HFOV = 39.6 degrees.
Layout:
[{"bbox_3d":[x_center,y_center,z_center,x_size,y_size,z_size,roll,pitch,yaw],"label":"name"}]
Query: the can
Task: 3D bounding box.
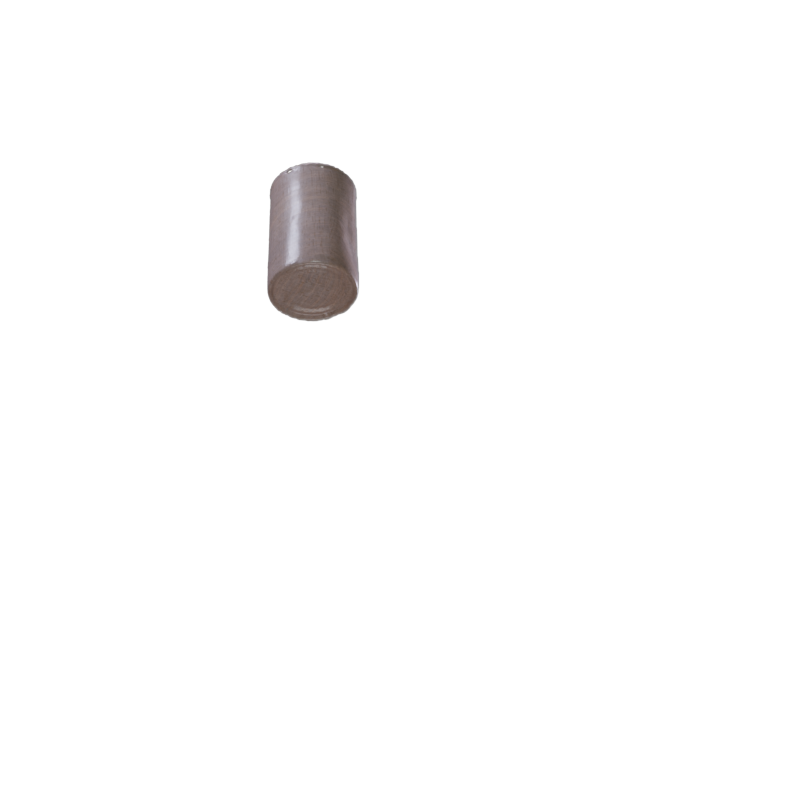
[{"bbox_3d":[-0.065,-0.118,0.828,0.068,0.110,0.064,-1,-39,-3],"label":"can"}]
